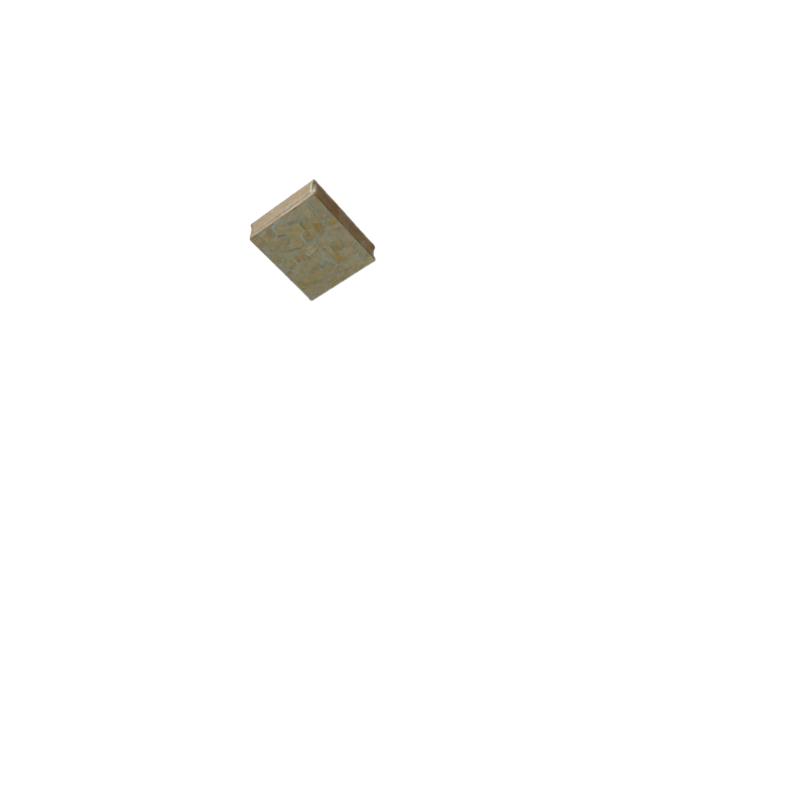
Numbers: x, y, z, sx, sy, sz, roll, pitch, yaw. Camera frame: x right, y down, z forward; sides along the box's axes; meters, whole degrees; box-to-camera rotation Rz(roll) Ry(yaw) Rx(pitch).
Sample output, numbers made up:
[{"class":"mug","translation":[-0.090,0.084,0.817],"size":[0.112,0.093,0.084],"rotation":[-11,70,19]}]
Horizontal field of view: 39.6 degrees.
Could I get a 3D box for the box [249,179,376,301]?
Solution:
[{"class":"box","translation":[-0.076,-0.138,0.970],"size":[0.073,0.084,0.032],"rotation":[-33,30,21]}]
